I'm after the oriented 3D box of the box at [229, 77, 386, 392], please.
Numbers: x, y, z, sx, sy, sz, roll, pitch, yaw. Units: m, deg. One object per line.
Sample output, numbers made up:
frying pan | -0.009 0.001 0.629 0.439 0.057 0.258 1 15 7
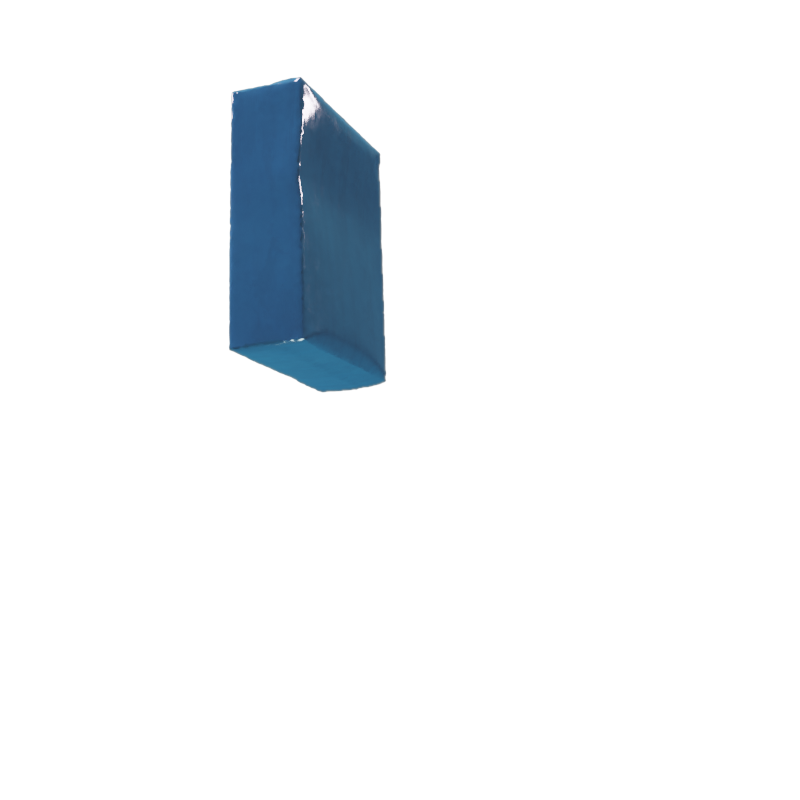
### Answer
box | -0.070 -0.128 0.895 0.073 0.223 0.154 -9 -19 21
